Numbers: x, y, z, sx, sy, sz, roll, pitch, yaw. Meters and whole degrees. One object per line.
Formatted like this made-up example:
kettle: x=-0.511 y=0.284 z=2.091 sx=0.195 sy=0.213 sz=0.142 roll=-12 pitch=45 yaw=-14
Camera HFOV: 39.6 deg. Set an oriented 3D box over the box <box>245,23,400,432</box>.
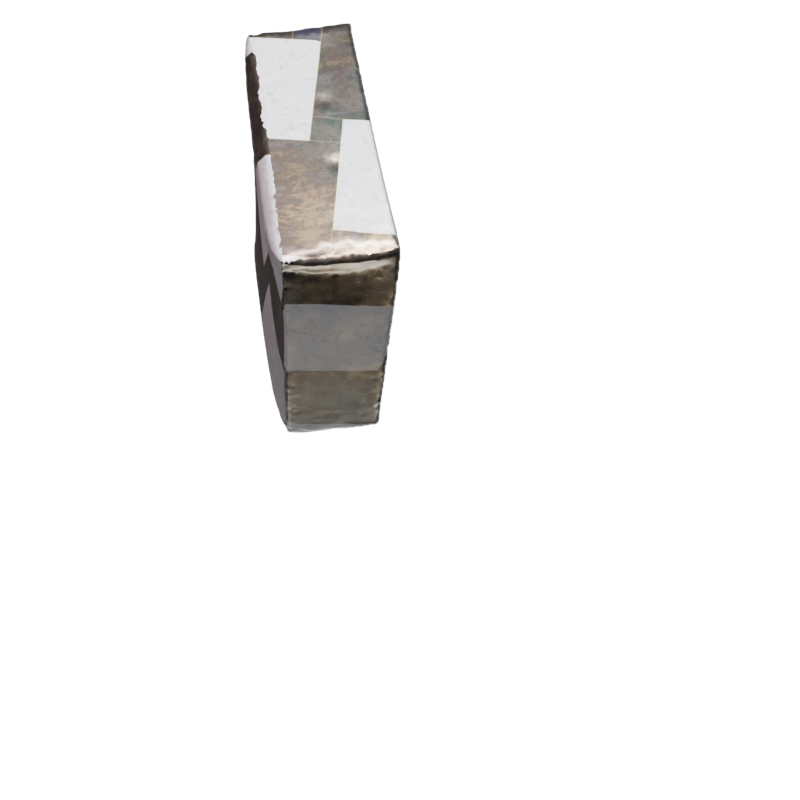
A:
box: x=-0.054 y=-0.098 z=0.690 sx=0.071 sy=0.176 sz=0.201 roll=-7 pitch=-29 yaw=-8
